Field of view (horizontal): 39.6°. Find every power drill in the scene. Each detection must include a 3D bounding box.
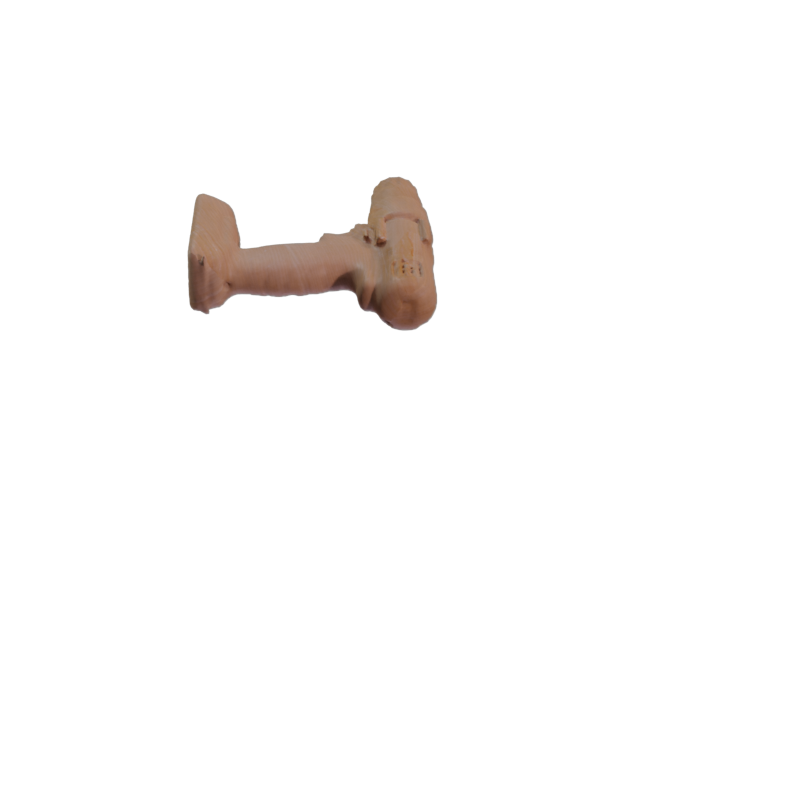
[{"bbox_3d":[-0.067,-0.123,0.860,0.187,0.054,0.197,-1,35,-2],"label":"power drill"}]
